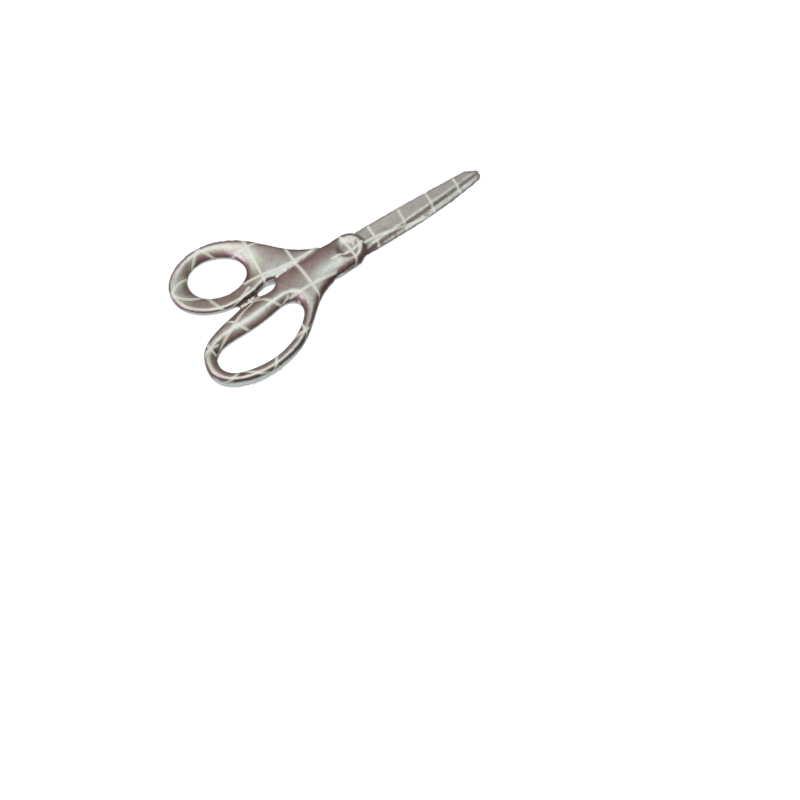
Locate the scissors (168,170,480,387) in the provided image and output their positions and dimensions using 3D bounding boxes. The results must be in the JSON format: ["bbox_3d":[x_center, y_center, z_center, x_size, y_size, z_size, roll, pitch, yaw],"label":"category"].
[{"bbox_3d":[-0.050,-0.092,0.642,0.100,0.205,0.015,34,-24,17],"label":"scissors"}]
